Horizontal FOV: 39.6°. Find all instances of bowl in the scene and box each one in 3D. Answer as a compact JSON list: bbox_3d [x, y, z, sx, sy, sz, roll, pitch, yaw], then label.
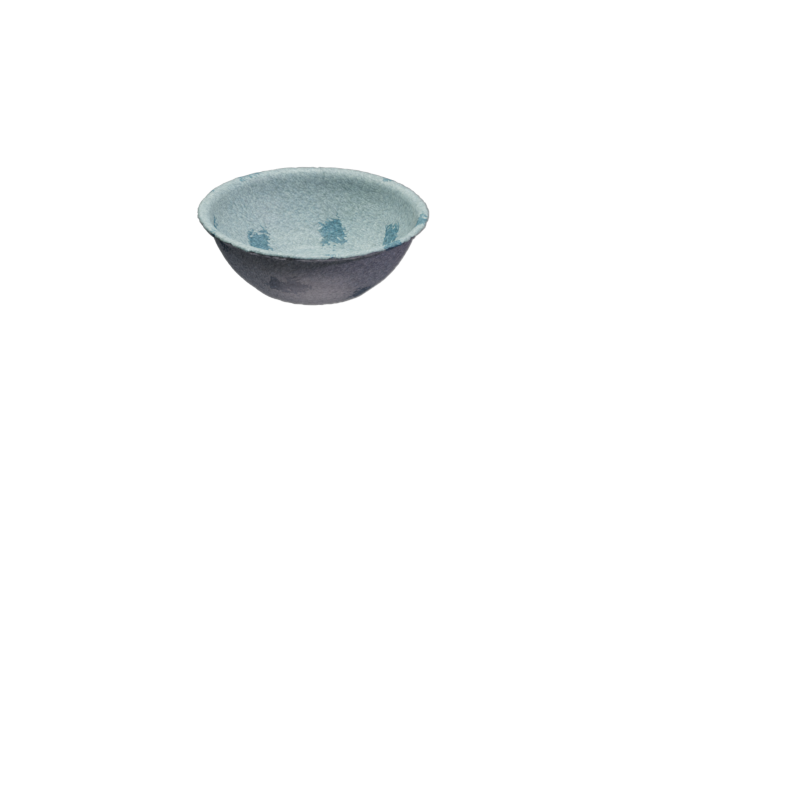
[{"bbox_3d":[-0.062,-0.112,0.786,0.162,0.052,0.172,-1,31,-2],"label":"bowl"}]
